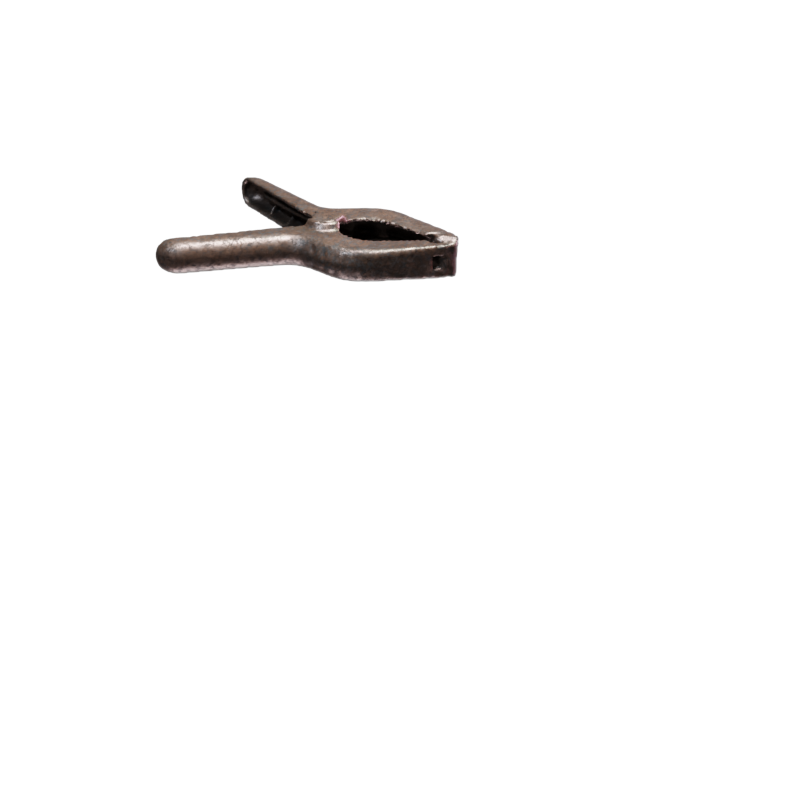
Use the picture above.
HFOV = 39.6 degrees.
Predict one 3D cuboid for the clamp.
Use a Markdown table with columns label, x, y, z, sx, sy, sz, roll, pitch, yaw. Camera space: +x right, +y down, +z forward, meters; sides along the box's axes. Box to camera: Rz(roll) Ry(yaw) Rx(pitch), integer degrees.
| label | x | y | z | sx | sy | sz | roll | pitch | yaw |
| --- | --- | --- | --- | --- | --- | --- | --- | --- | --- |
| clamp | -0.064 | -0.117 | 0.820 | 0.218 | 0.034 | 0.168 | 14 | 32 | 22 |
